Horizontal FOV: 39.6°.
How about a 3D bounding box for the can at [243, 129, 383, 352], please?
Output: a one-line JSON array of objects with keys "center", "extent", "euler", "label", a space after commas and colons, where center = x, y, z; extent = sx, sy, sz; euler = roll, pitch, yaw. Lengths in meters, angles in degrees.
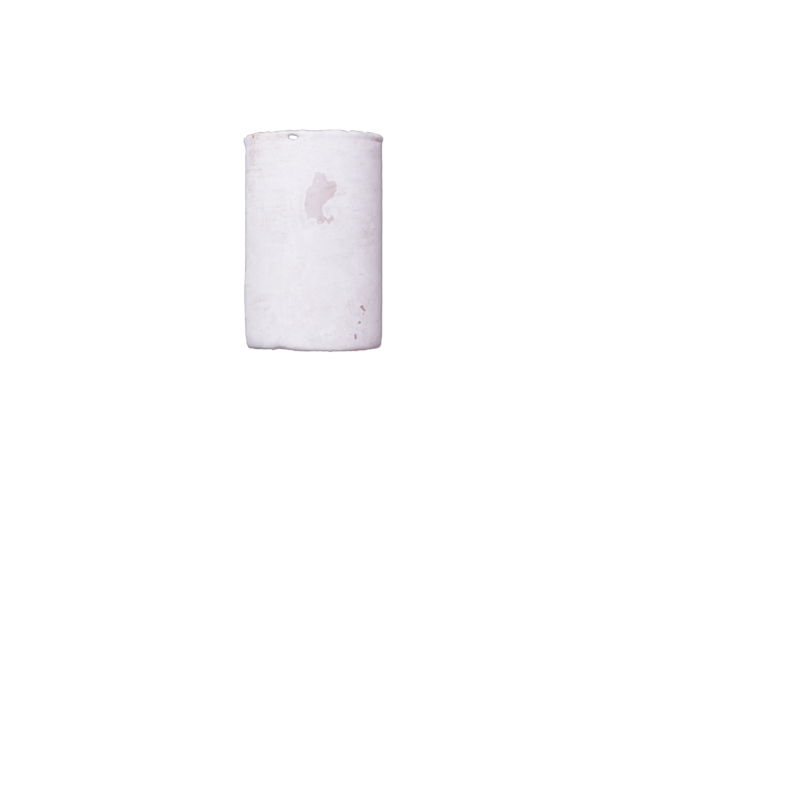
[{"center": [-0.042, -0.077, 0.537], "extent": [0.068, 0.102, 0.069], "euler": [0, 1, -2], "label": "can"}]
